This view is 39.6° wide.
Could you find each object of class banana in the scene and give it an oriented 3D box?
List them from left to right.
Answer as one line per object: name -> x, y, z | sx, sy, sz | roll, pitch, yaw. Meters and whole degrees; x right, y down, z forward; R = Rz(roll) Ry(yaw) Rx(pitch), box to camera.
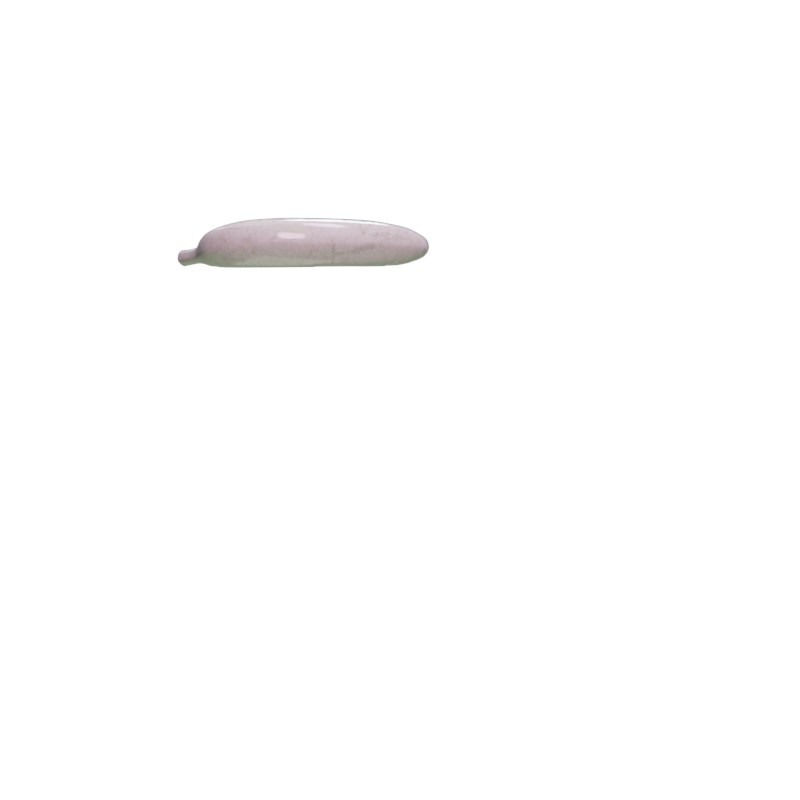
banana -> -0.065, -0.118, 0.832 | 0.194, 0.036, 0.072 | -2, 8, -13
